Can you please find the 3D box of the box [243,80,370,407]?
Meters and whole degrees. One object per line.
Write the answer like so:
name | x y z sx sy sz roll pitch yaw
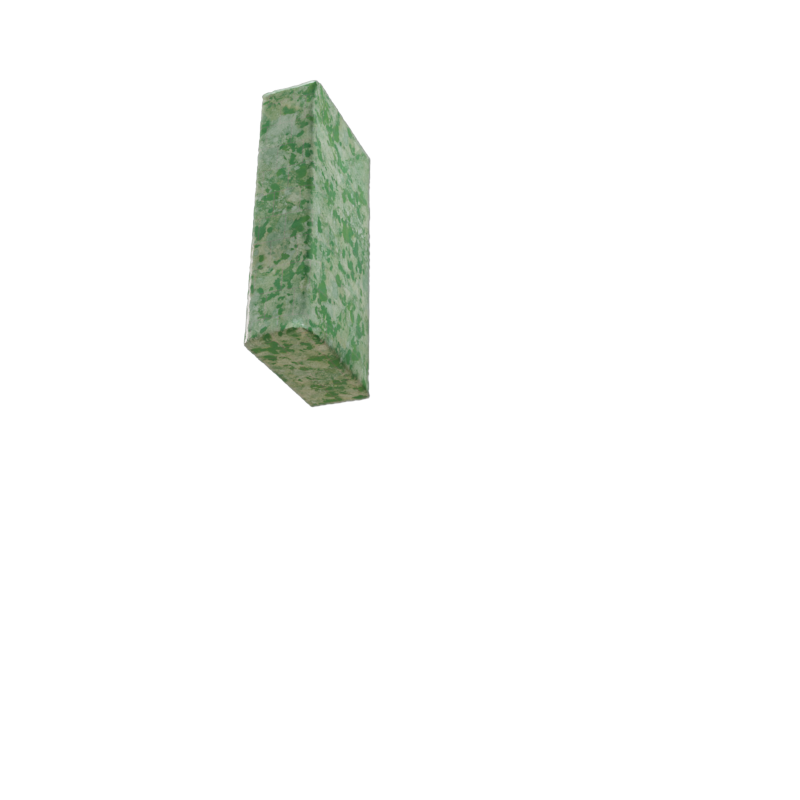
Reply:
box | -0.053 -0.096 0.673 0.049 0.188 0.086 -14 -32 18
